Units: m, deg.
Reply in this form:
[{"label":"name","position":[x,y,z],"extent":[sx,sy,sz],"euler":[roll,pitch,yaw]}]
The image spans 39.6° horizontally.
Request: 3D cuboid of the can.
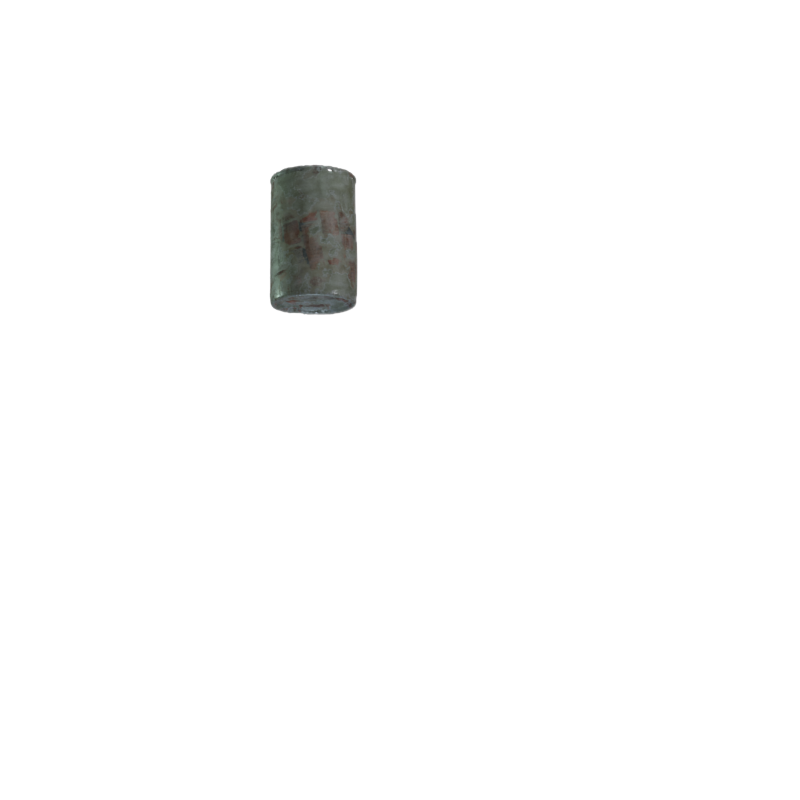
[{"label":"can","position":[-0.067,-0.123,0.858],"extent":[0.068,0.106,0.066],"euler":[0,-14,-2]}]
